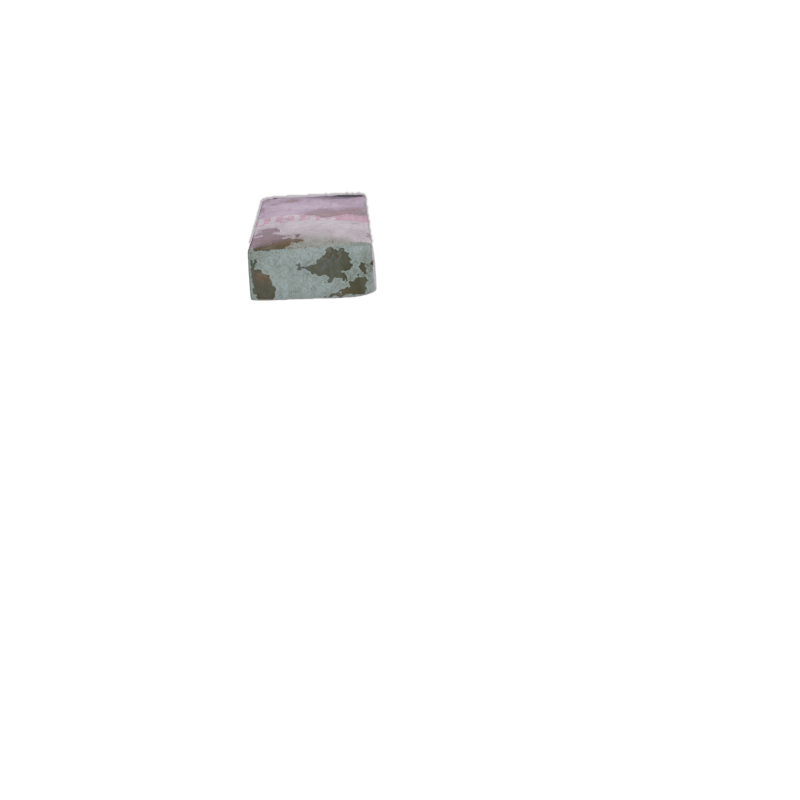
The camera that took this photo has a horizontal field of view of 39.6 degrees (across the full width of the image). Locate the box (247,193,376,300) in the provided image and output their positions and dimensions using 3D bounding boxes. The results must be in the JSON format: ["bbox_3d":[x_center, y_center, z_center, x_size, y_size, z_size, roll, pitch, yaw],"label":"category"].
[{"bbox_3d":[-0.069,-0.126,0.882,0.093,0.046,0.185,-3,24,-2],"label":"box"}]
